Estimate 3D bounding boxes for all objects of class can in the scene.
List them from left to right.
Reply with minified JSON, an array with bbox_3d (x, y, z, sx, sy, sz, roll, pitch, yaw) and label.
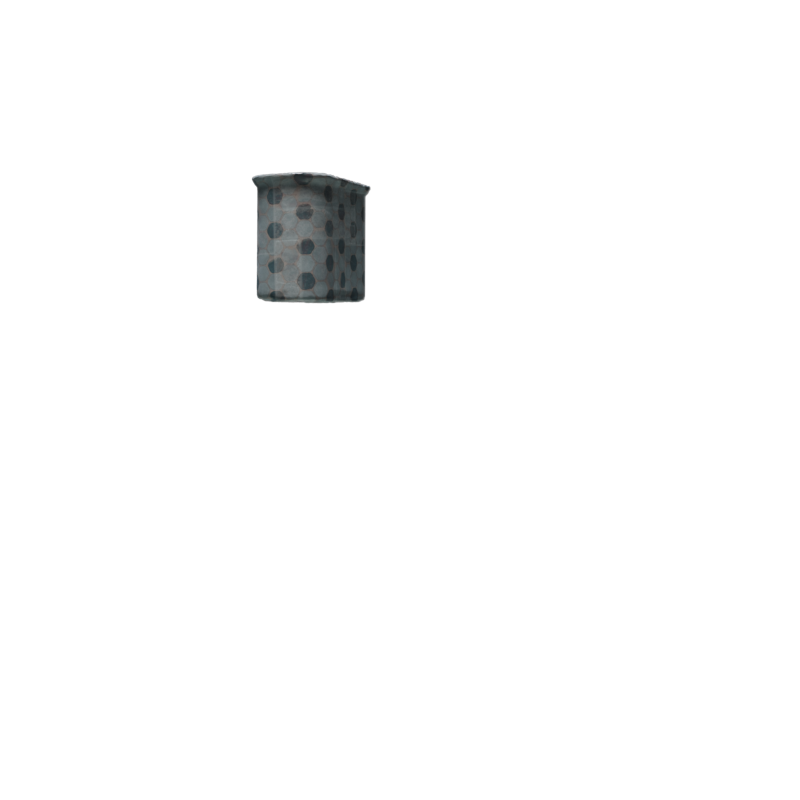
[{"bbox_3d":[-0.060,-0.109,0.766,0.059,0.084,0.099,-1,1,22],"label":"can"}]
